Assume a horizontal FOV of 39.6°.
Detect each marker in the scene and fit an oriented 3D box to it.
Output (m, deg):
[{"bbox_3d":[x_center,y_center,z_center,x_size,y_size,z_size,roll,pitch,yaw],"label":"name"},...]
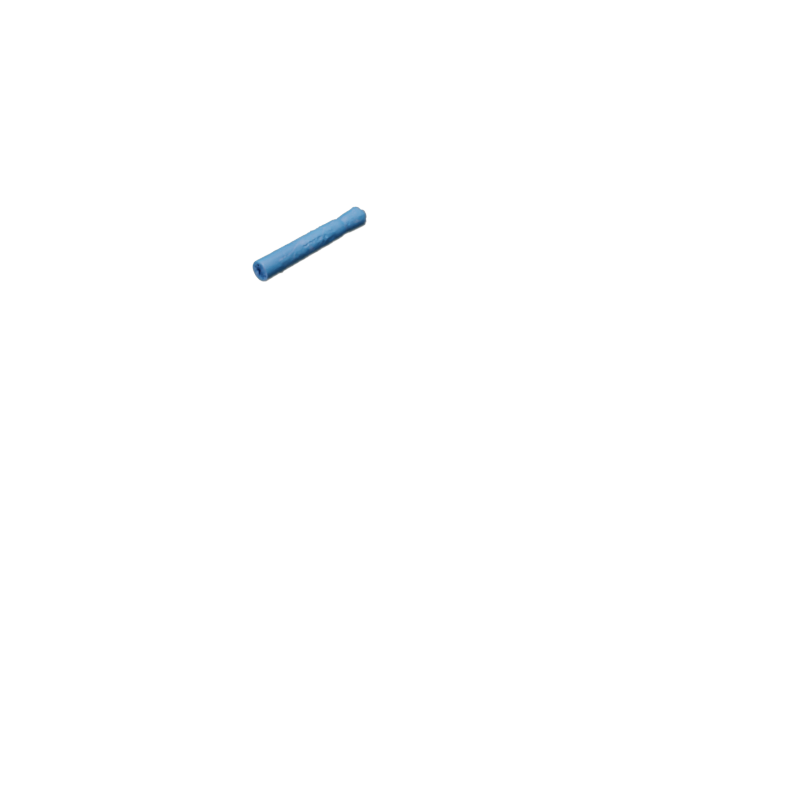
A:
[{"bbox_3d":[-0.073,-0.133,0.932,0.121,0.019,0.021,-35,25,-34],"label":"marker"}]
